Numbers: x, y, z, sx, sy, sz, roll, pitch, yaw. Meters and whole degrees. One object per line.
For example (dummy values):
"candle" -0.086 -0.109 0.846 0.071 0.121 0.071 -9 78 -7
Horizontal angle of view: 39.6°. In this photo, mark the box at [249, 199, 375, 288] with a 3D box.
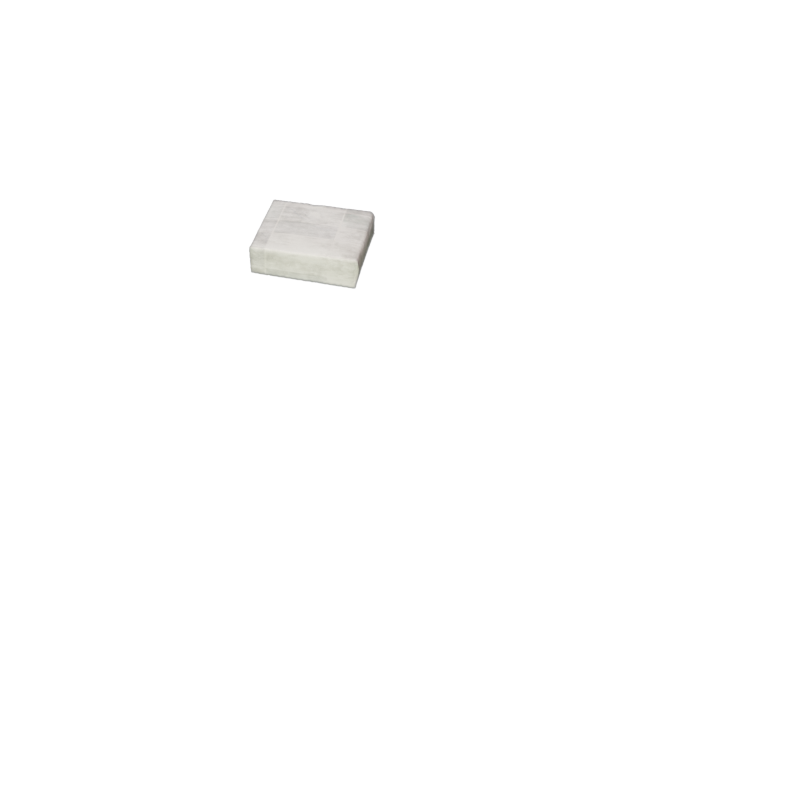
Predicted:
"box" -0.071 -0.129 0.904 0.091 0.028 0.077 8 40 9
